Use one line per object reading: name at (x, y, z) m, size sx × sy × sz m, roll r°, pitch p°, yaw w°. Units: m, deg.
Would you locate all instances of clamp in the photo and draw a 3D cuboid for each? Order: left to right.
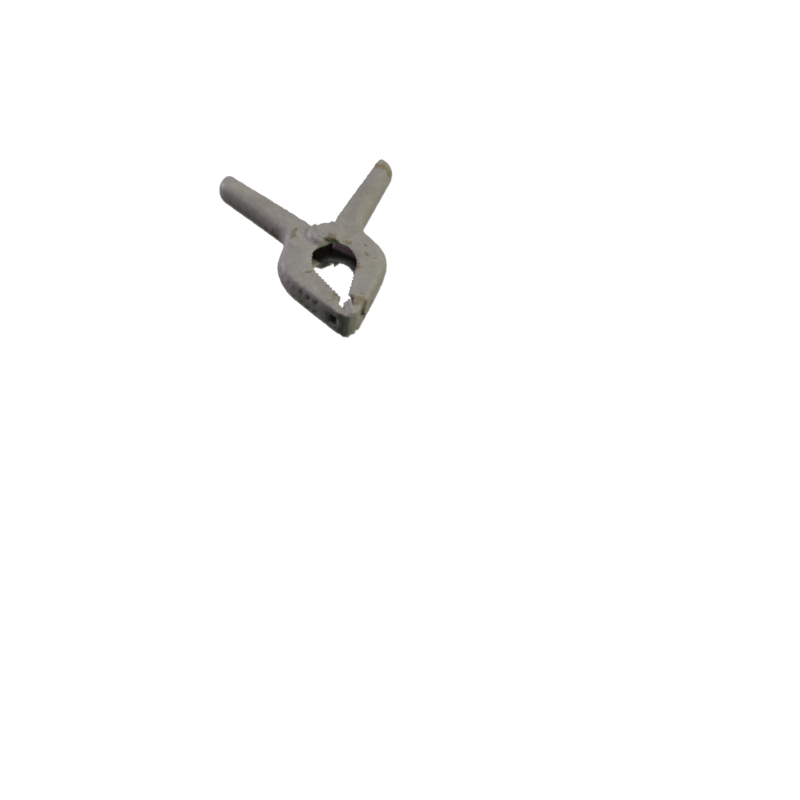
clamp at (-0.077, -0.141, 0.987) m, size 0.164 × 0.226 × 0.034 m, roll -5°, pitch -43°, yaw -4°
